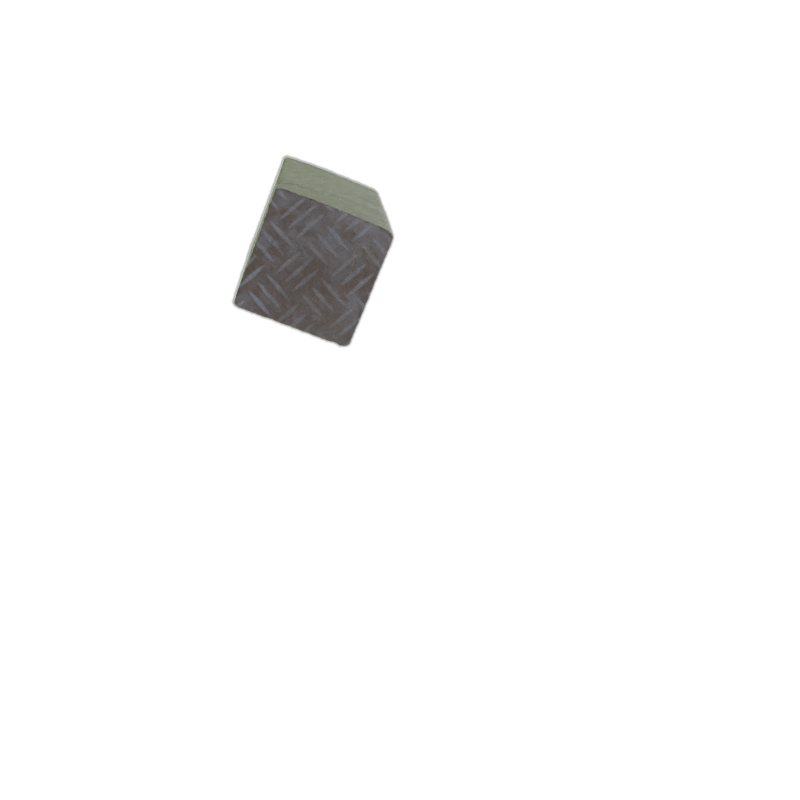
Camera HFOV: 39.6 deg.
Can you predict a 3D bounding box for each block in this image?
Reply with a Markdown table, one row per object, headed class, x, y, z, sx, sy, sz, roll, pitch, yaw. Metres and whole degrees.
| class | x | y | z | sx | sy | sz | roll | pitch | yaw |
| --- | --- | --- | --- | --- | --- | --- | --- | --- | --- |
| block | -0.067 | -0.124 | 0.865 | 0.089 | 0.089 | 0.213 | 20 | 14 | -10 |
